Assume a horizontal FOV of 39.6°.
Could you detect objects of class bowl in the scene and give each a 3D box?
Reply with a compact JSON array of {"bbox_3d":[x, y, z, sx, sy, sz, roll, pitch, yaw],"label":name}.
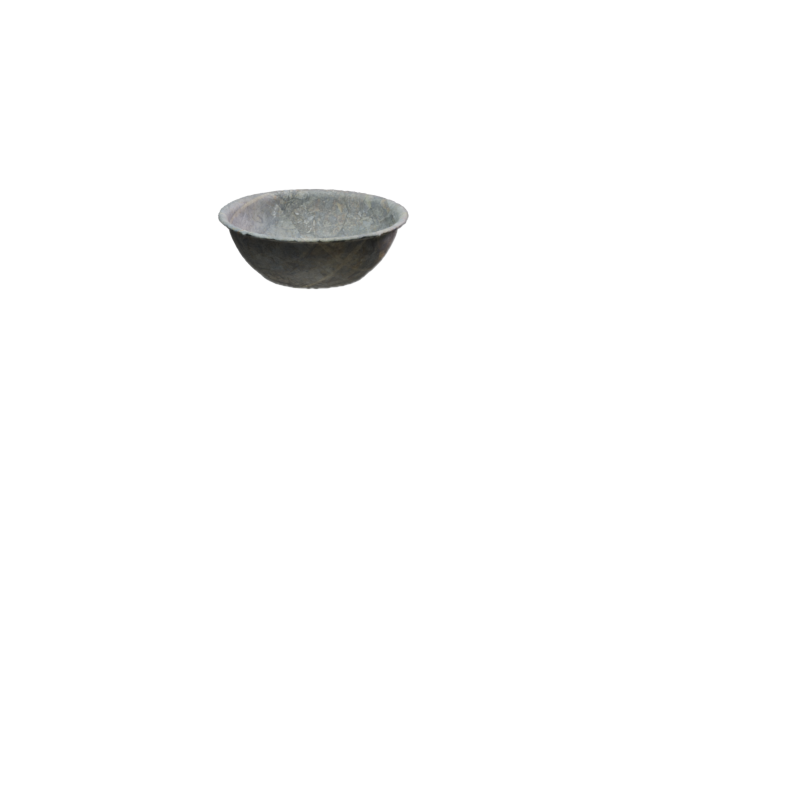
[{"bbox_3d":[-0.074,-0.136,0.949,0.162,0.052,0.170,-1,24,-2],"label":"bowl"}]
